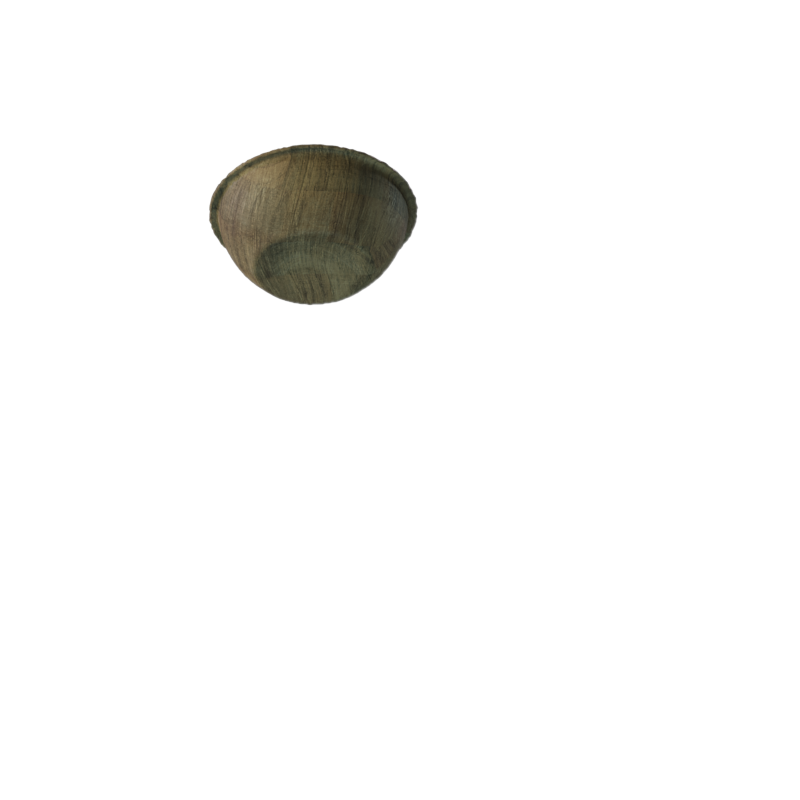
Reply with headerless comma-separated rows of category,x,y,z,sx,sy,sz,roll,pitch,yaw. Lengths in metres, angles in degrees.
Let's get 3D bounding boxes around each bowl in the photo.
bowl,-0.066,-0.121,0.845,0.162,0.059,0.151,1,-34,-2
